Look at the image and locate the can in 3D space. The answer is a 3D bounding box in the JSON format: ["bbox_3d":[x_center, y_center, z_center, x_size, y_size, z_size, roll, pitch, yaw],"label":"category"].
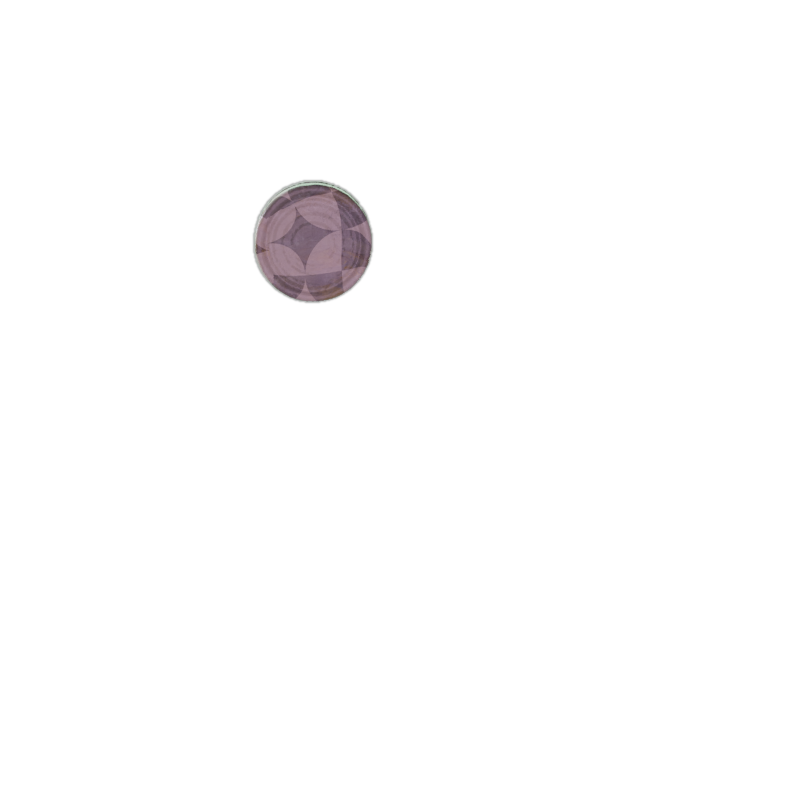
[{"bbox_3d":[-0.062,-0.114,0.797,0.086,0.084,0.034,0,7,-1],"label":"can"}]
